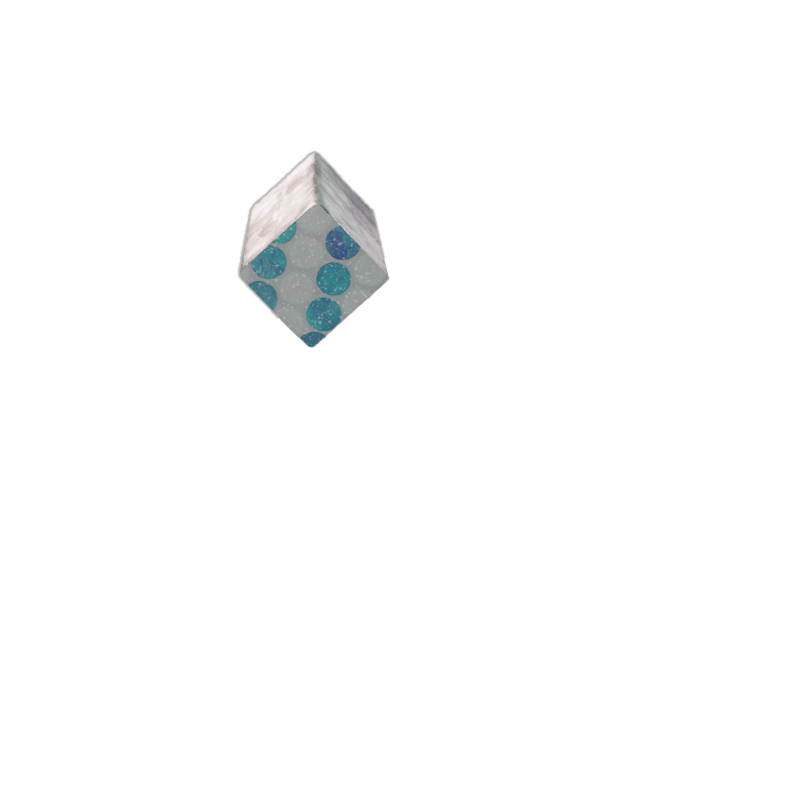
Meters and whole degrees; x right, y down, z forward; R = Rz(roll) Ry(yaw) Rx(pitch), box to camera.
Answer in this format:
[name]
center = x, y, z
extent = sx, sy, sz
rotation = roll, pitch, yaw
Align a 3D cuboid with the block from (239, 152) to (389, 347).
[block]
center = -0.078, -0.141, 0.985
extent = 0.090, 0.087, 0.216
rotation = -41, 19, 12
